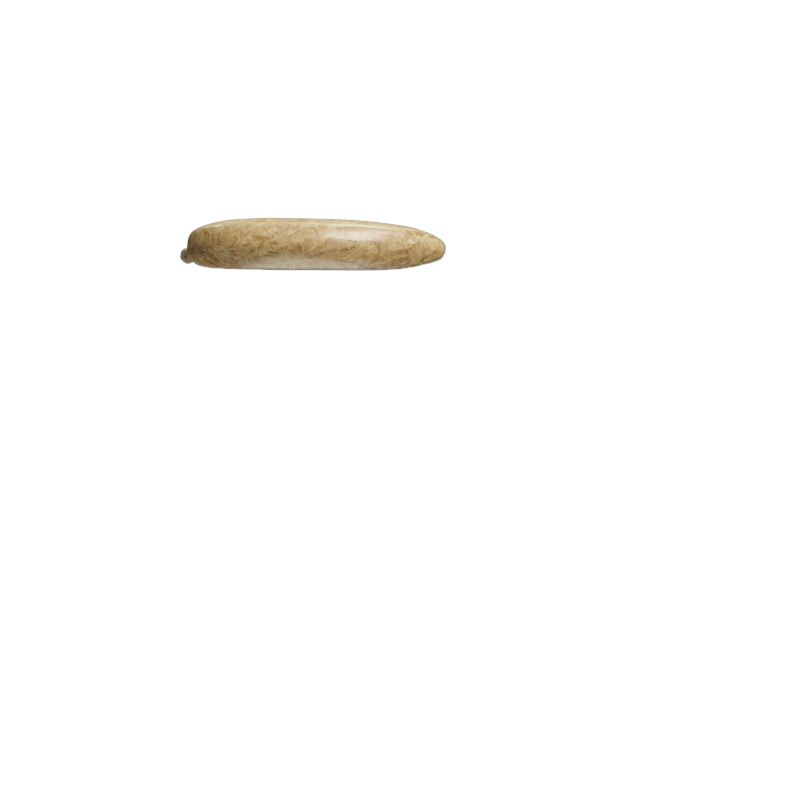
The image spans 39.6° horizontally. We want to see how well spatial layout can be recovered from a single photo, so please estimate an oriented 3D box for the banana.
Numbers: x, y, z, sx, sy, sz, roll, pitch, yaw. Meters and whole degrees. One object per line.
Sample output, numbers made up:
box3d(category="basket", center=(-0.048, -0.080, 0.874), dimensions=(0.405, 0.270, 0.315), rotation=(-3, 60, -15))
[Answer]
box3d(category="banana", center=(-0.068, -0.111, 0.786), dimensions=(0.200, 0.036, 0.070), rotation=(2, 10, 9))
